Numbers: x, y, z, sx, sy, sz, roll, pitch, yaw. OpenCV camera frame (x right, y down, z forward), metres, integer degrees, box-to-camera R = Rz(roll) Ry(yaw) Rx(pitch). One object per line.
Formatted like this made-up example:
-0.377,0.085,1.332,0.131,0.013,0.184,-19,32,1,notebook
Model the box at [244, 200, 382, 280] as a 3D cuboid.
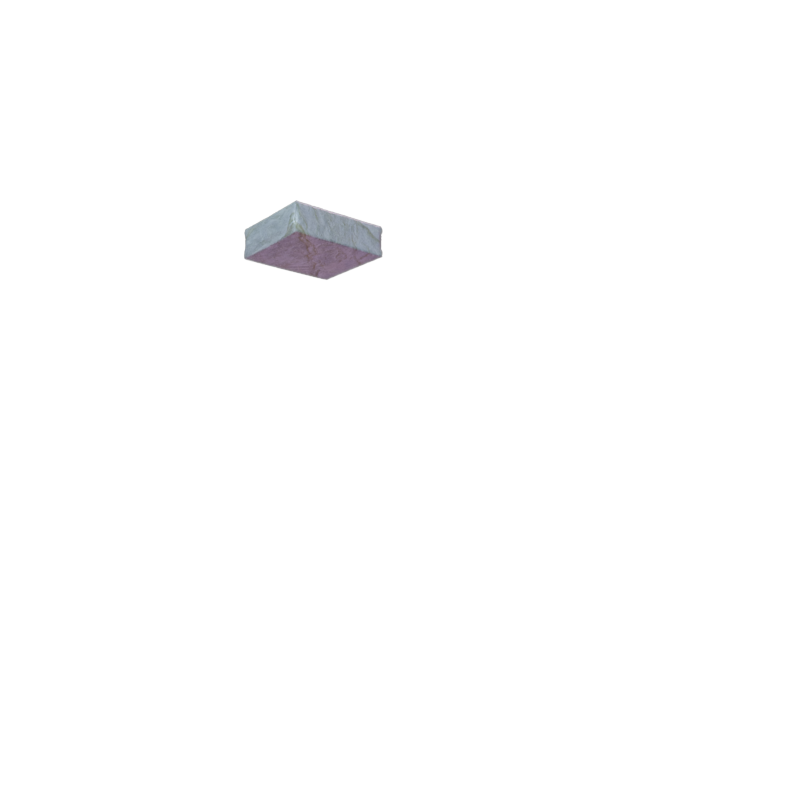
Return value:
-0.070,-0.128,0.897,0.085,0.031,0.074,11,-19,-37,box
